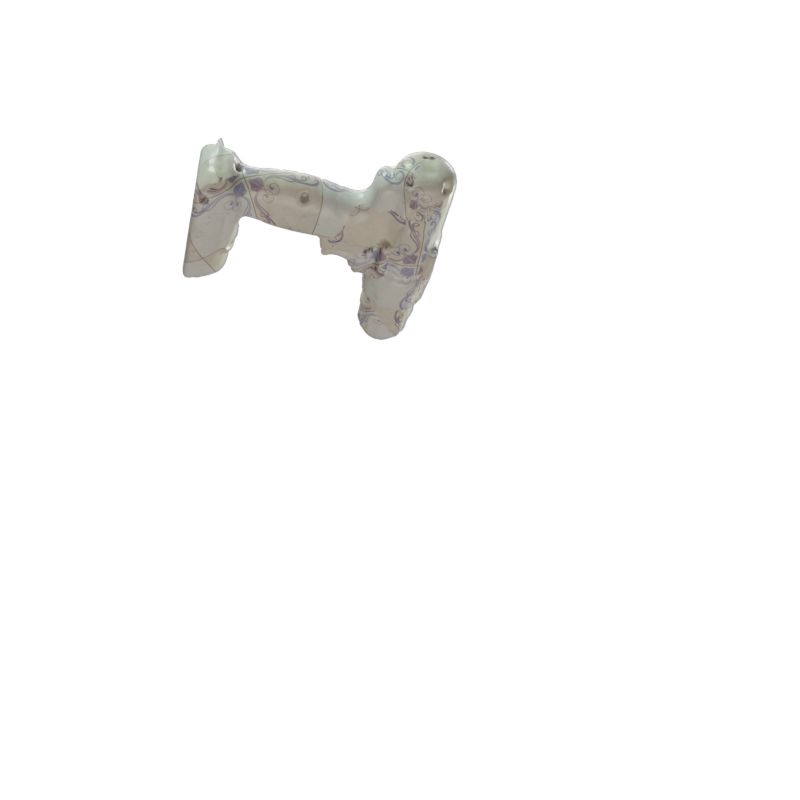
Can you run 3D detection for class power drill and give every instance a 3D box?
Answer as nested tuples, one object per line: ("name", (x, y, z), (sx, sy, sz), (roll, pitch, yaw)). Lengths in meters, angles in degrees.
("power drill", (-0.065, -0.118, 0.826), (0.185, 0.062, 0.174), (7, -42, -8))
